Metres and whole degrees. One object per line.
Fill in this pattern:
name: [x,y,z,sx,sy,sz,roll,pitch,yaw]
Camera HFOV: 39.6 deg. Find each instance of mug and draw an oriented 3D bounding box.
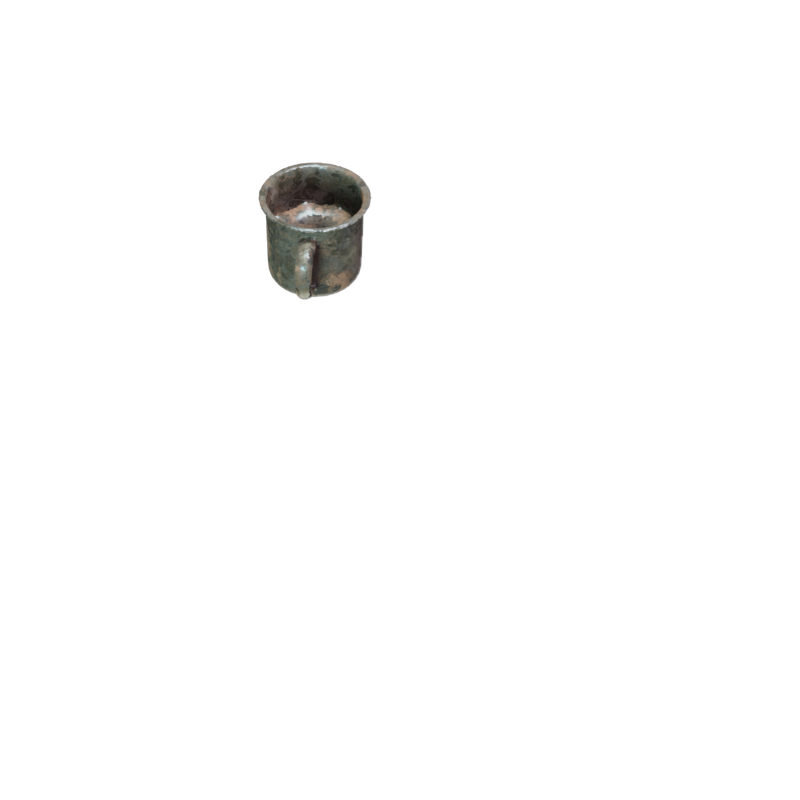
mug: [-0.073,-0.133,0.932,0.093,0.076,0.125,3,45,1]
